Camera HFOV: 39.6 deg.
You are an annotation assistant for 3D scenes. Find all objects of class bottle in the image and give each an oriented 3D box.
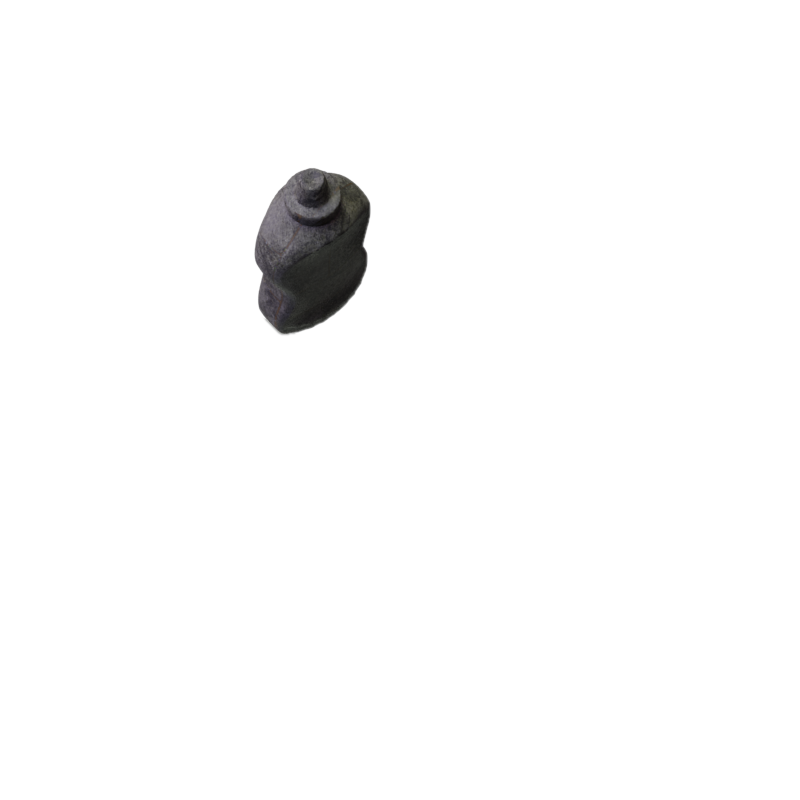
[{"bbox_3d":[-0.066,-0.120,0.841,0.096,0.061,0.182,-37,-13,-15],"label":"bottle"}]
